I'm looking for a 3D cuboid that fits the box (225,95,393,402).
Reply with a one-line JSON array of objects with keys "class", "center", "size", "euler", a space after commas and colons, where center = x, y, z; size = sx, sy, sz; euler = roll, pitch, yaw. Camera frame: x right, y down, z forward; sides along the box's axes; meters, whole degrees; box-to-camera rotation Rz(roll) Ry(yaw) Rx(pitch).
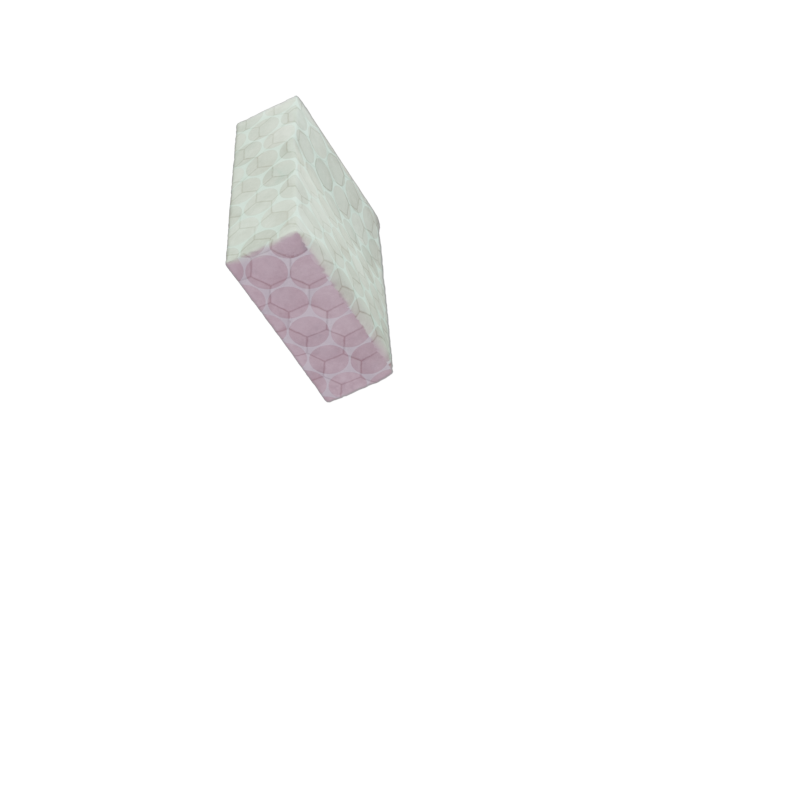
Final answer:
[{"class": "box", "center": [-0.073, -0.133, 0.929], "size": [0.072, 0.152, 0.229], "euler": [-24, 37, 16]}]
